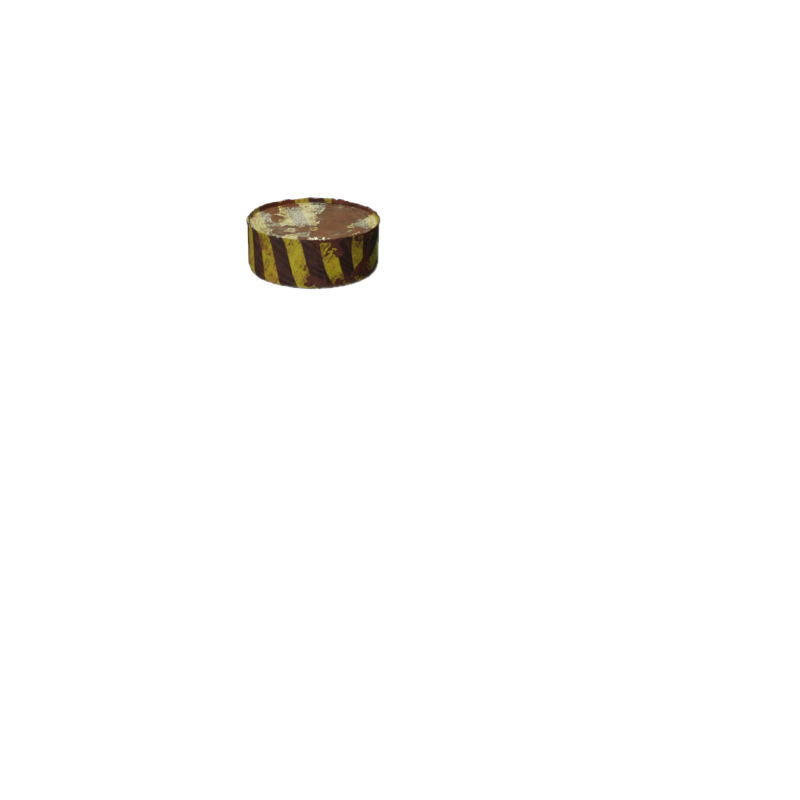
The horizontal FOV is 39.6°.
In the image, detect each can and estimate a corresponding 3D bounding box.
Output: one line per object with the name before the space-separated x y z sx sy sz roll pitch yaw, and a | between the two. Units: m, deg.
can | -0.056 -0.102 0.713 0.086 0.032 0.090 -1 26 -2
